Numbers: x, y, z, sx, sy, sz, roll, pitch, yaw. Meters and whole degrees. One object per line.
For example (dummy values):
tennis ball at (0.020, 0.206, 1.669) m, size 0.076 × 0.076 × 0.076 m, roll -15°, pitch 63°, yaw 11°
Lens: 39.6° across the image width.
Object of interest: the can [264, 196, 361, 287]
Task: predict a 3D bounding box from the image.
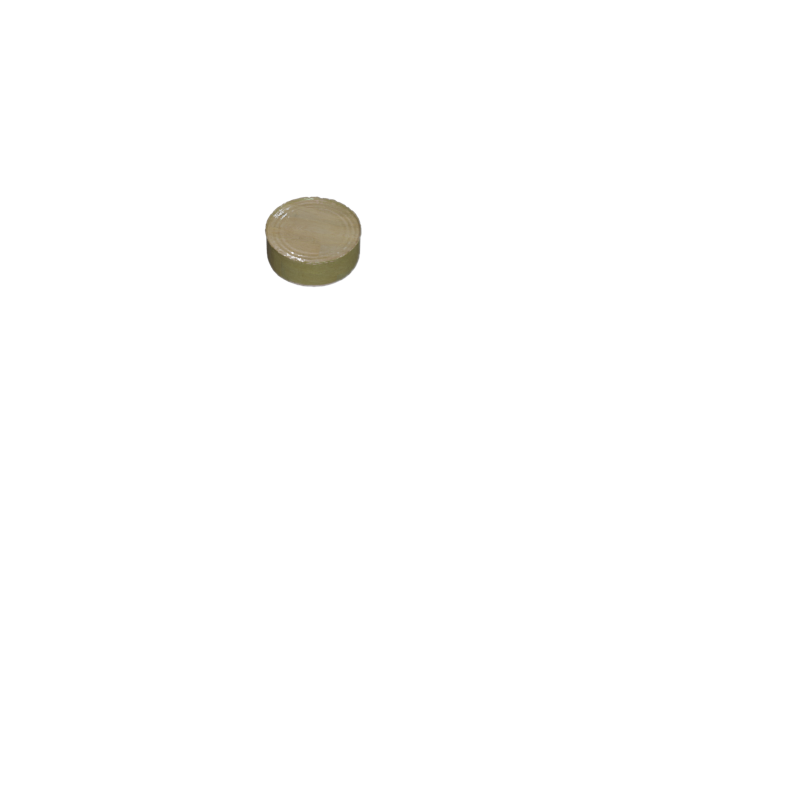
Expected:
can at (-0.078, -0.142, 0.992) m, size 0.086 × 0.092 × 0.031 m, roll -1°, pitch -42°, yaw -1°
